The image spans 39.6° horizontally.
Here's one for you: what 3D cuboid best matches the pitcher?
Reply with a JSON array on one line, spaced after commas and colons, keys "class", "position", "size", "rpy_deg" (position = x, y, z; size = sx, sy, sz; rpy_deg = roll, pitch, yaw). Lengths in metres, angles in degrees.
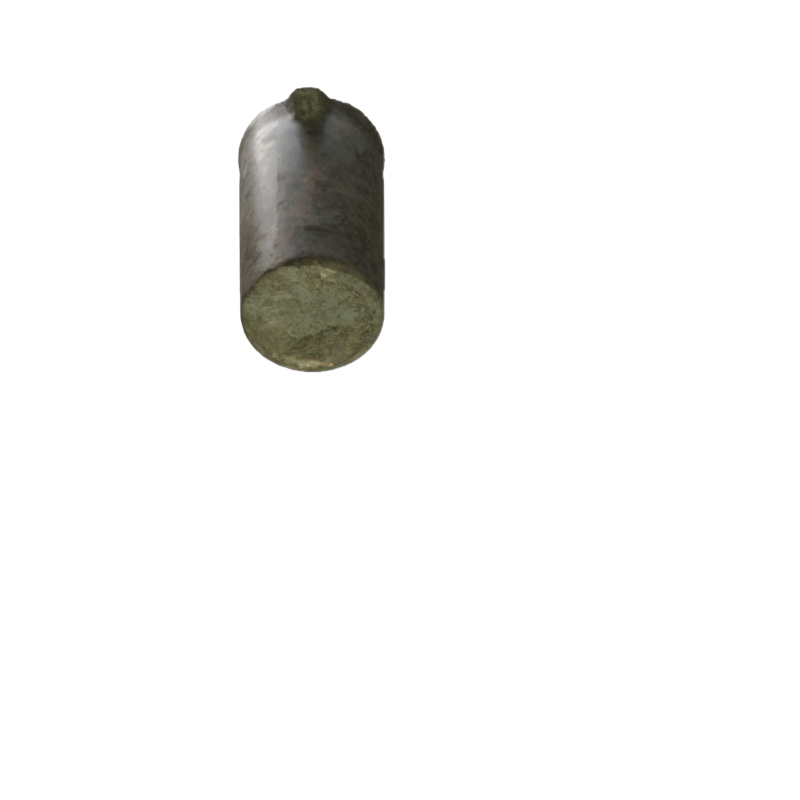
[{"class": "pitcher", "position": [-0.072, -0.131, 0.921], "size": [0.143, 0.261, 0.141], "rpy_deg": [-38, -58, 26]}]
